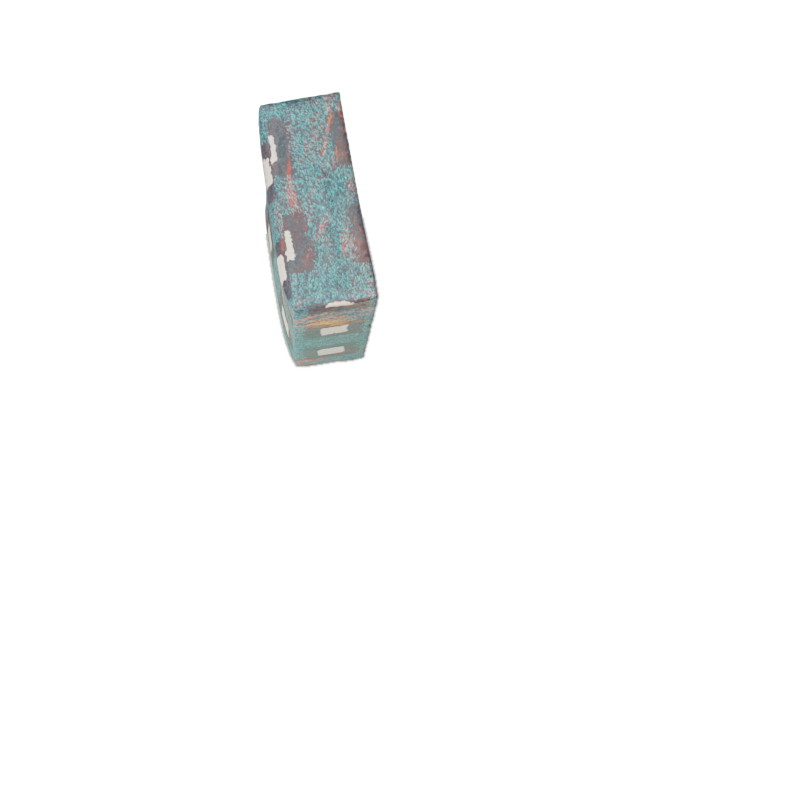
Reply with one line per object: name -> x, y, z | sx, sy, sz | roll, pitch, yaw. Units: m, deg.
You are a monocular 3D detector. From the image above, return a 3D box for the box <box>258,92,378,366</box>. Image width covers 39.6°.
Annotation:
box -> -0.071, -0.129, 0.905 | 0.071, 0.171, 0.207 | -9, -12, -6
